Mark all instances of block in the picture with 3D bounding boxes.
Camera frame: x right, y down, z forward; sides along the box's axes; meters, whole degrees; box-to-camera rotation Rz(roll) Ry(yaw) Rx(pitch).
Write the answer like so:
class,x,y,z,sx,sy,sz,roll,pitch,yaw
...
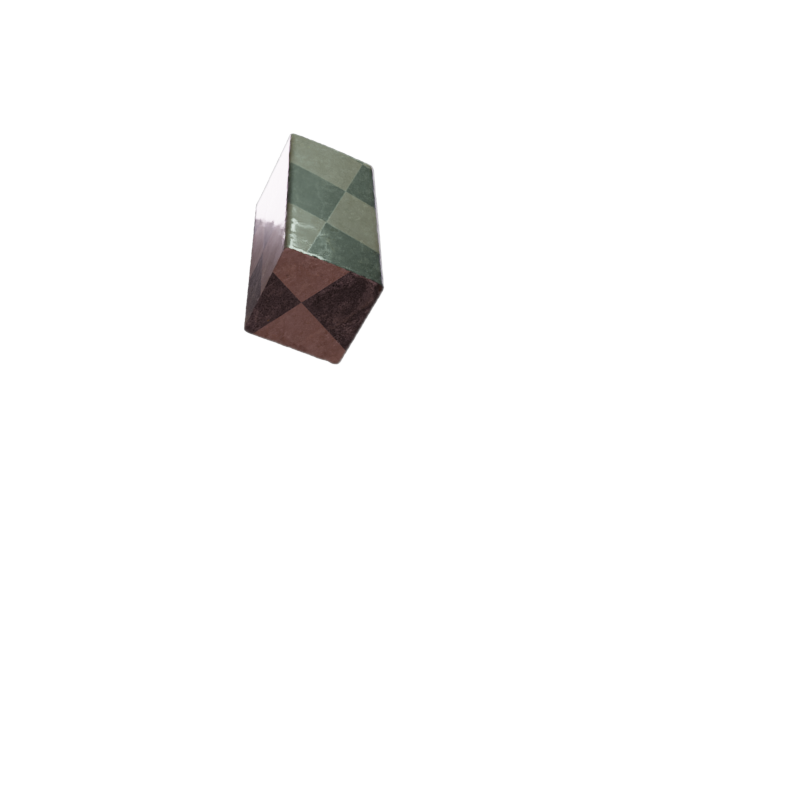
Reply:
class,x,y,z,sx,sy,sz,roll,pitch,yaw
block,-0.076,-0.140,0.982,0.087,0.087,0.220,20,33,-17
